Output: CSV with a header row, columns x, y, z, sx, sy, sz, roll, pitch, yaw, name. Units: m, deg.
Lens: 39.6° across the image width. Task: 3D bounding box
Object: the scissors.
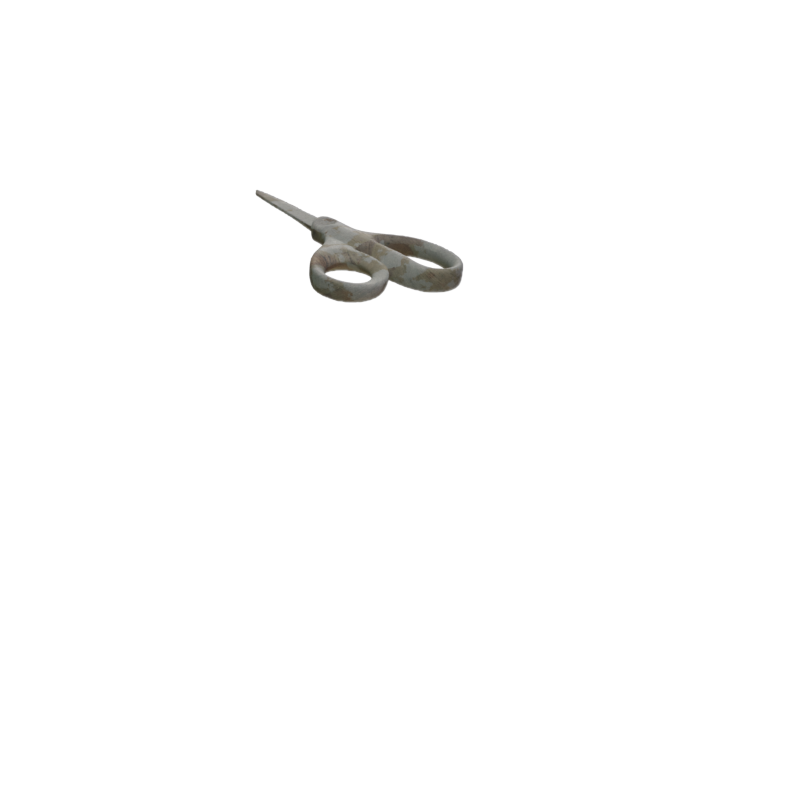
x,y,z,sx,sy,sz,roll,pitch,yaw,name
-0.054,-0.098,0.685,0.214,0.015,0.095,23,35,38,scissors
